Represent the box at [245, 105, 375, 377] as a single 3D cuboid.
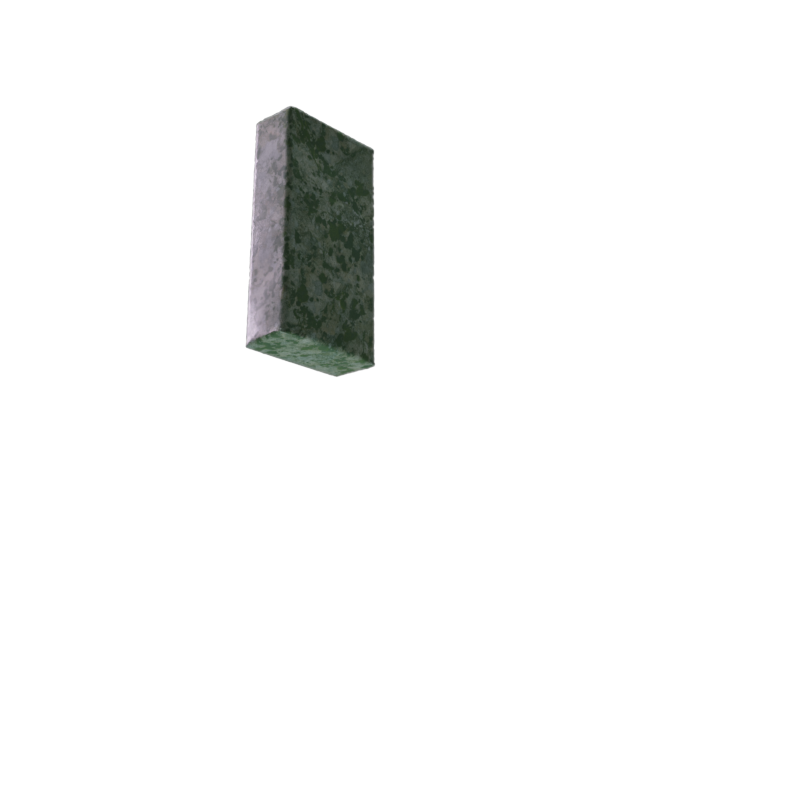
[{"bbox_3d":[-0.063,-0.114,0.801,0.048,0.186,0.088,-23,-31,38],"label":"box"}]
